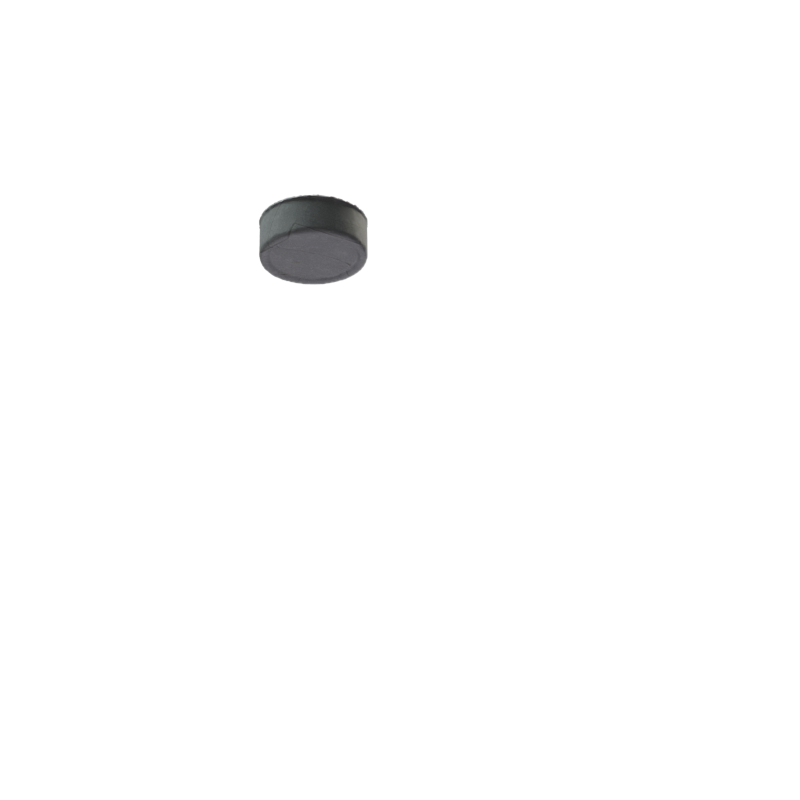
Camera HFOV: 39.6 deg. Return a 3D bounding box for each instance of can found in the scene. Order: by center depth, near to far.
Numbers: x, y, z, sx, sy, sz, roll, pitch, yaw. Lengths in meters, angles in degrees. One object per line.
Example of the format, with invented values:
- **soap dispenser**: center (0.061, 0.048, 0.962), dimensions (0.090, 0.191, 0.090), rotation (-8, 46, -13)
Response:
- **can**: center (-0.068, -0.124, 0.865), dimensions (0.086, 0.036, 0.081), rotation (1, -24, -2)
